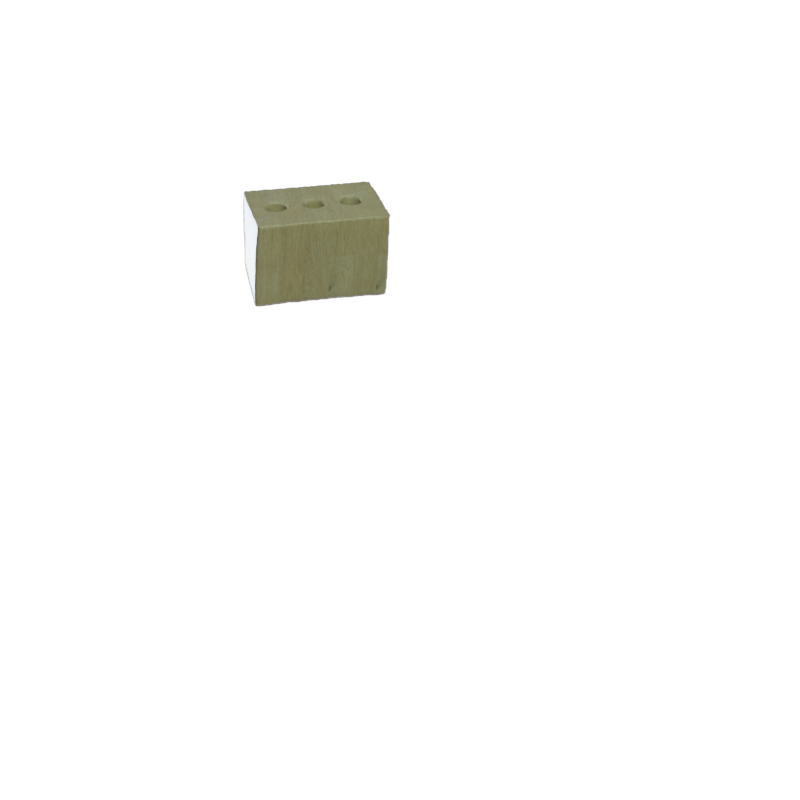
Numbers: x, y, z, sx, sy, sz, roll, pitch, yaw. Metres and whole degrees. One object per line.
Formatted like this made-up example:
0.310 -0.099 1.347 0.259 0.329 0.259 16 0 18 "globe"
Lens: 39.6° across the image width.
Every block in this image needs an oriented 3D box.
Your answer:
-0.050 -0.092 0.645 0.077 0.048 0.057 -7 32 -12 "block"
